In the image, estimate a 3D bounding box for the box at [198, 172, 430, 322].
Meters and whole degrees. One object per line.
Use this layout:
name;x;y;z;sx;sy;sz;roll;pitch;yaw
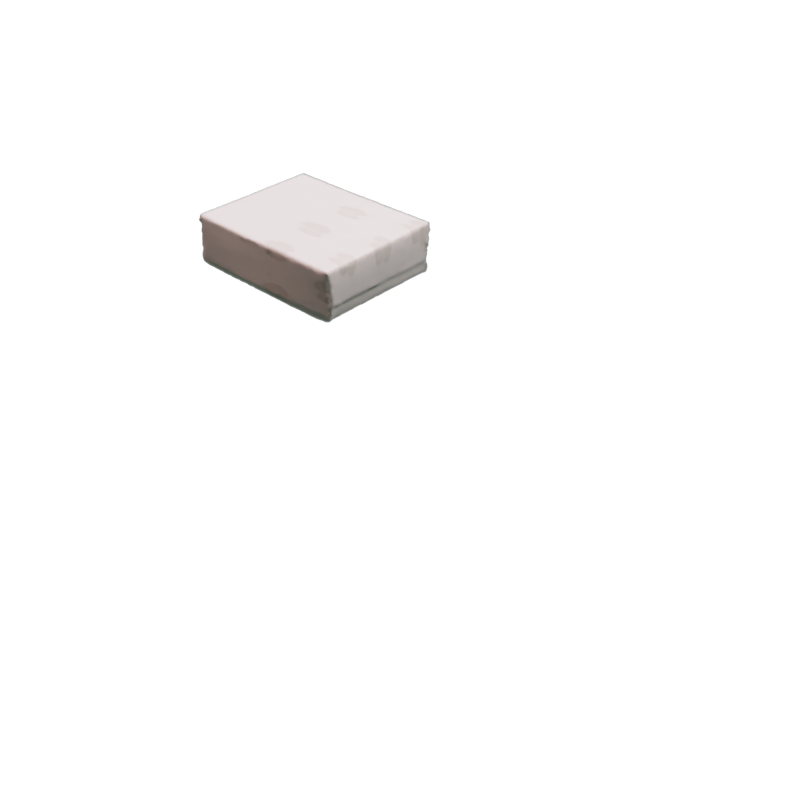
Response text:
box;-0.053;-0.096;0.675;0.121;0.036;0.090;29;43;35
